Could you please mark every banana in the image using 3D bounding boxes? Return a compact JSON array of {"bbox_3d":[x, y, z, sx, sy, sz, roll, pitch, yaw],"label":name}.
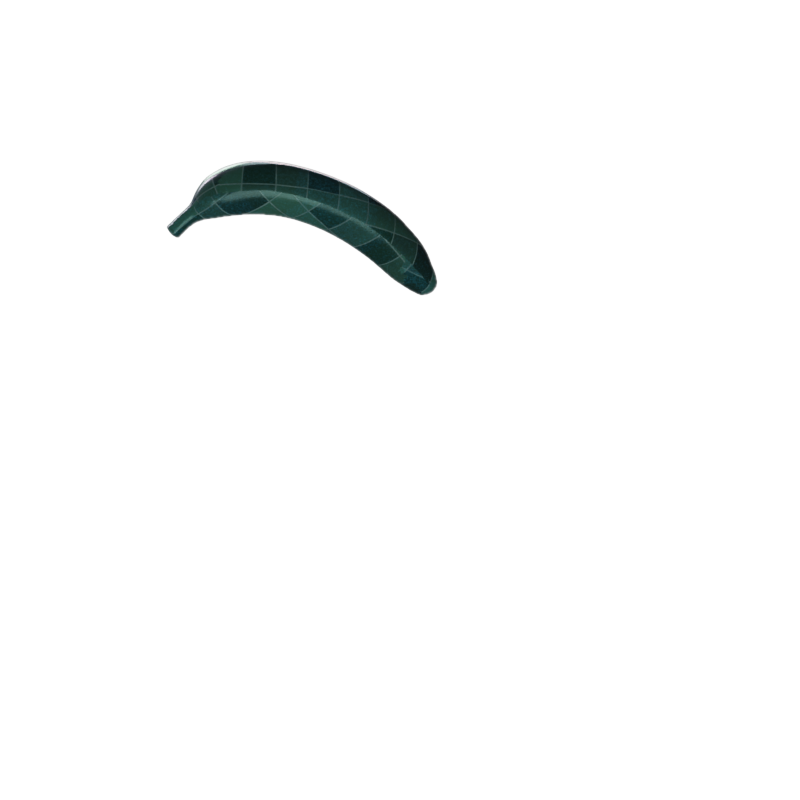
[{"bbox_3d":[-0.059,-0.127,0.780,0.194,0.066,0.039,14,33,-9],"label":"banana"}]
